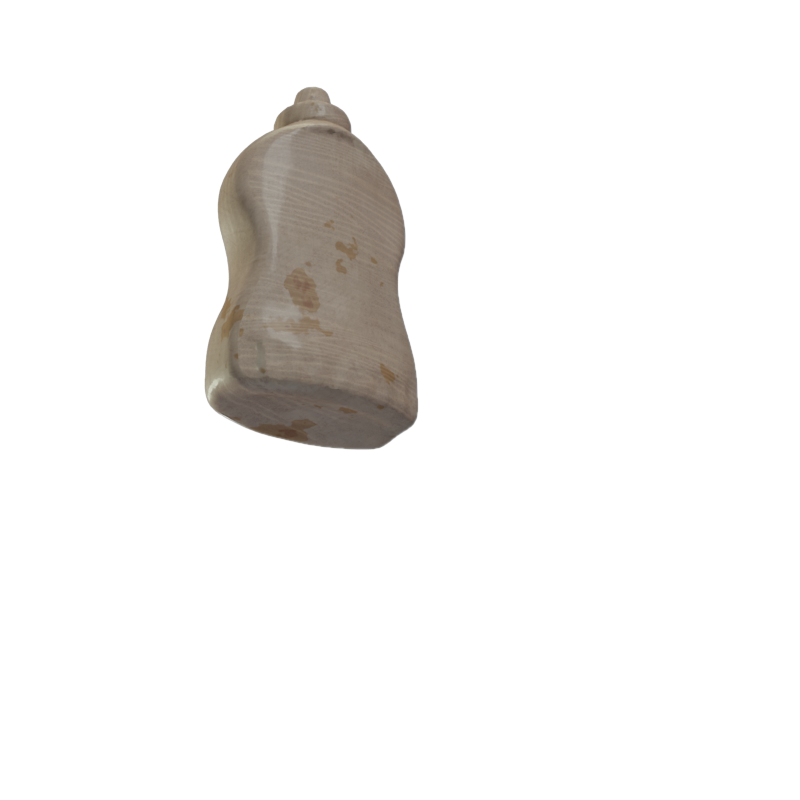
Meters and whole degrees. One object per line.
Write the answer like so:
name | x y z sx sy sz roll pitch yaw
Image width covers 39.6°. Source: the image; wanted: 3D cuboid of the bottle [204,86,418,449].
bottle | -0.043 -0.077 0.540 0.092 0.205 0.057 14 -36 -24
